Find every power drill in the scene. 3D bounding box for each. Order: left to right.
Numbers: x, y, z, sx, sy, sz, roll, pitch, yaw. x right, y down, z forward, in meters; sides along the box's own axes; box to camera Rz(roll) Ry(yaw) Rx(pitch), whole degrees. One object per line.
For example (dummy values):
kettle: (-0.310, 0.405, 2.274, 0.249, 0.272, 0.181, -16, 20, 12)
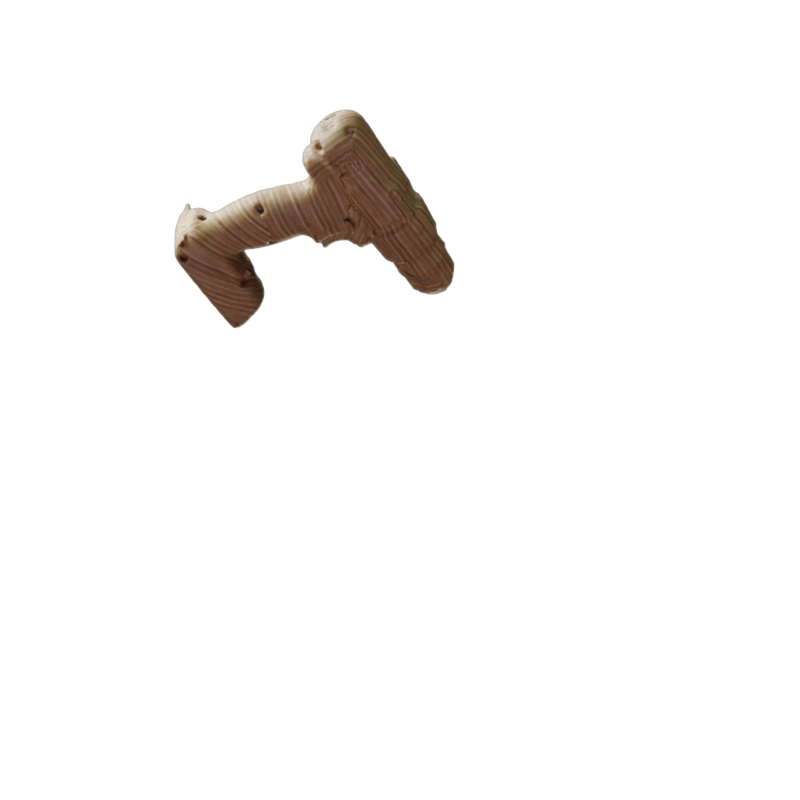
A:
power drill: (-0.069, -0.125, 0.878, 0.188, 0.171, 0.061, -23, 37, 18)
